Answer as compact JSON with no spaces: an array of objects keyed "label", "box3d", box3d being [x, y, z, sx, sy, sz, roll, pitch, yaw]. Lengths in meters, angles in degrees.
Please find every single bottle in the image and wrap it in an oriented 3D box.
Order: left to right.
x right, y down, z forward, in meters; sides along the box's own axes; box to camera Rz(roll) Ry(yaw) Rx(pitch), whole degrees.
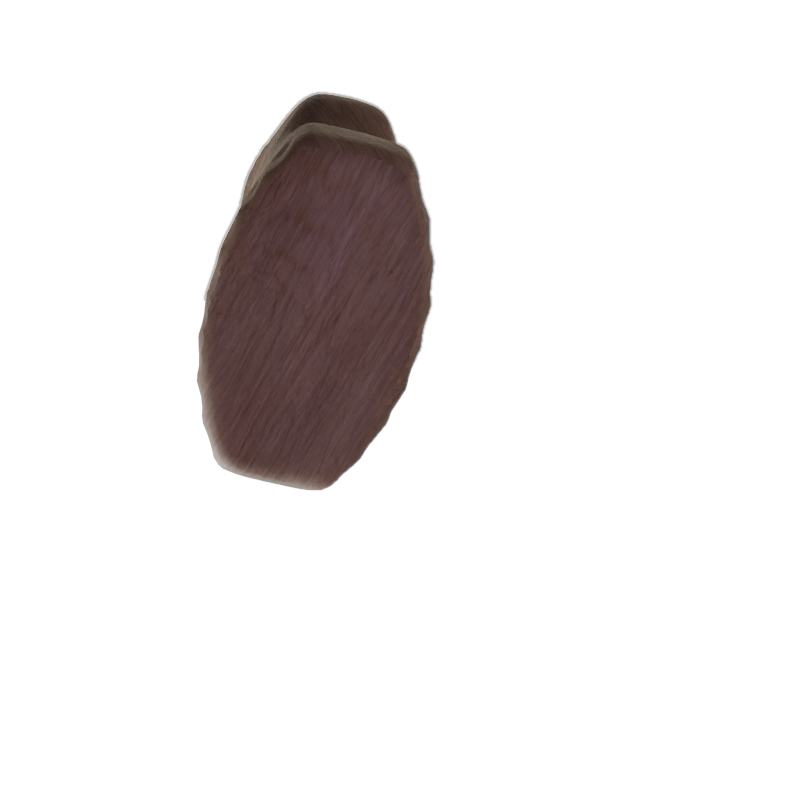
[{"label":"bottle","box3d":[-0.029,-0.053,0.374,0.058,0.093,0.200,12,18,-8]}]
